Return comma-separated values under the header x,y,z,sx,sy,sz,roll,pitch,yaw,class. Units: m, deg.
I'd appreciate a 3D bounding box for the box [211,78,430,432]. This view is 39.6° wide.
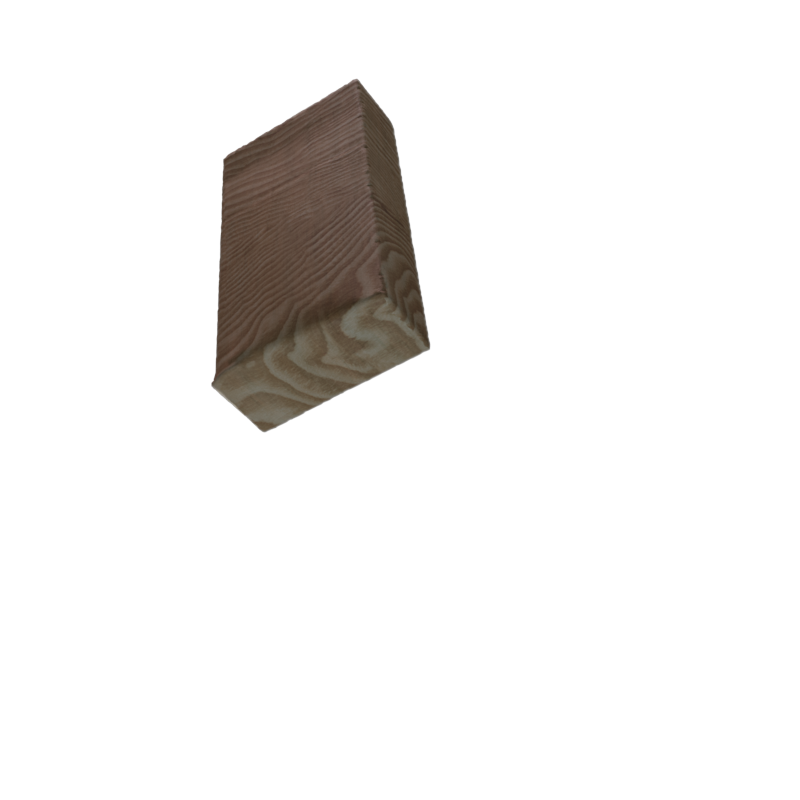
x,y,z,sx,sy,sz,roll,pitch,yaw,class
-0.042,-0.078,0.545,0.093,0.189,0.045,-27,-52,19,box
